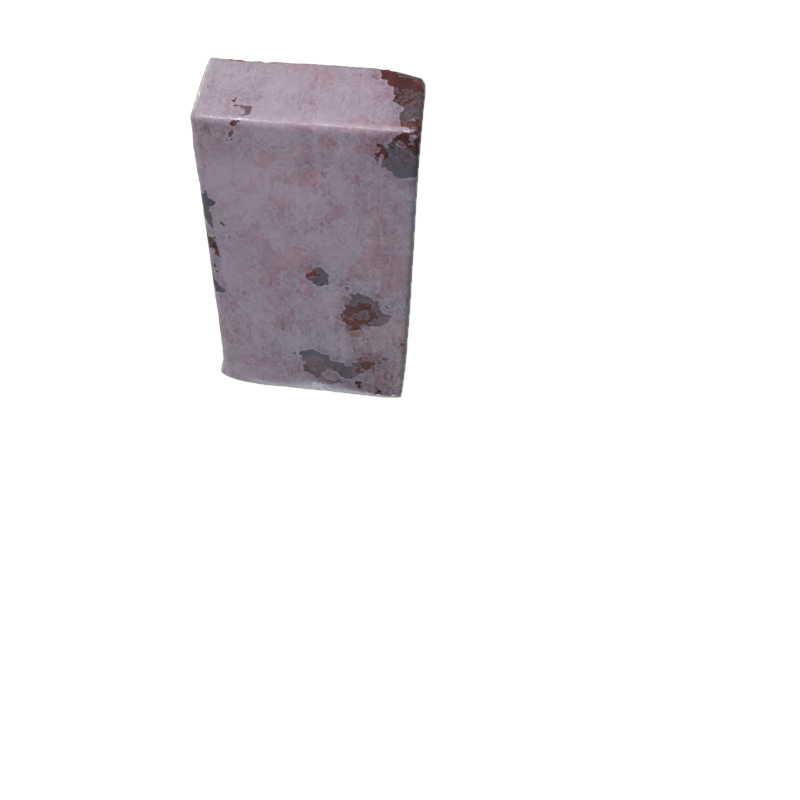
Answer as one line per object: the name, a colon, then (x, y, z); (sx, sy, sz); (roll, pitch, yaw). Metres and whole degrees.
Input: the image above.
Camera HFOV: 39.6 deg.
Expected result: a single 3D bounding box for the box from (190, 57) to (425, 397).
box: (-0.039, -0.072, 0.505); (0.094, 0.051, 0.164); (7, -41, 3)
